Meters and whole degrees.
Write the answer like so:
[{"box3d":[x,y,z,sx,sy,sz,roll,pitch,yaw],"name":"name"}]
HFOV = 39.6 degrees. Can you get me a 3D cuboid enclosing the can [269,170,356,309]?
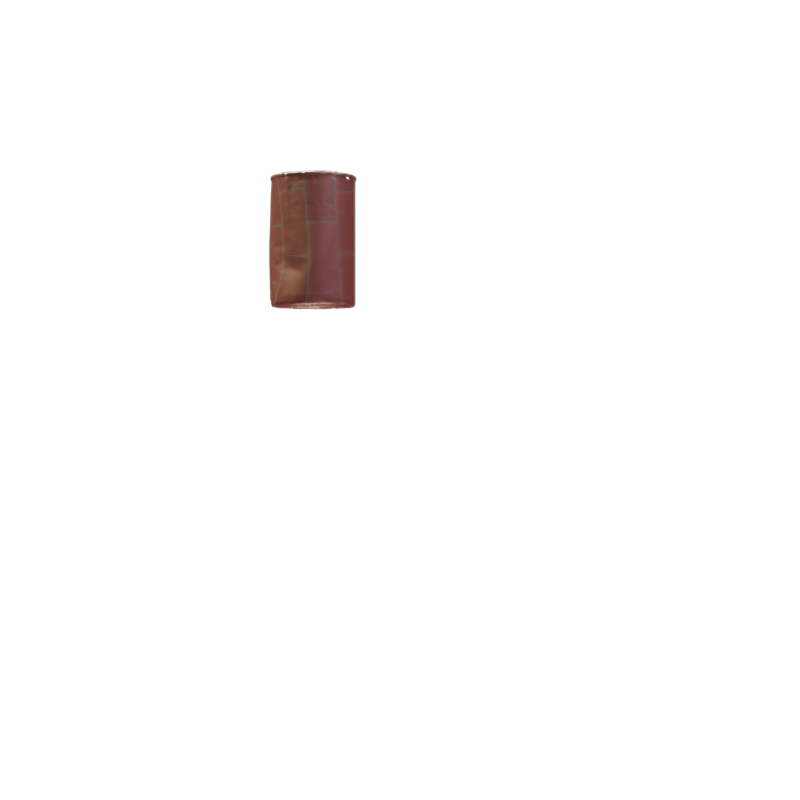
[{"box3d":[-0.068,-0.123,0.864,0.068,0.104,0.068,0,-4,-2],"name":"can"}]
